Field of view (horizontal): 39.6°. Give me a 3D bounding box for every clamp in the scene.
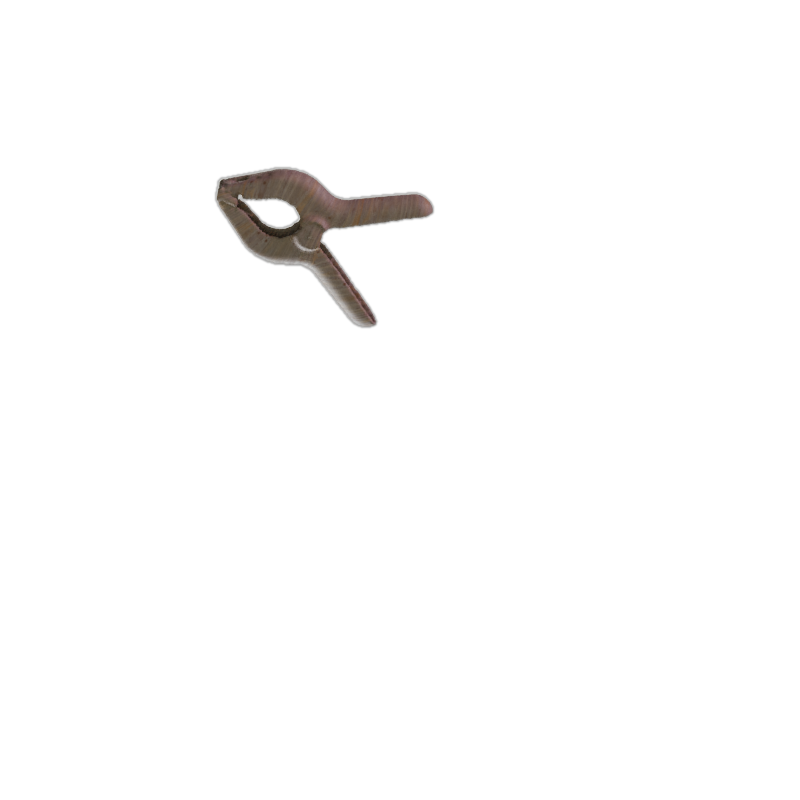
[{"bbox_3d":[-0.070,-0.128,0.894,0.170,0.117,0.040,15,13,-4],"label":"clamp"}]
